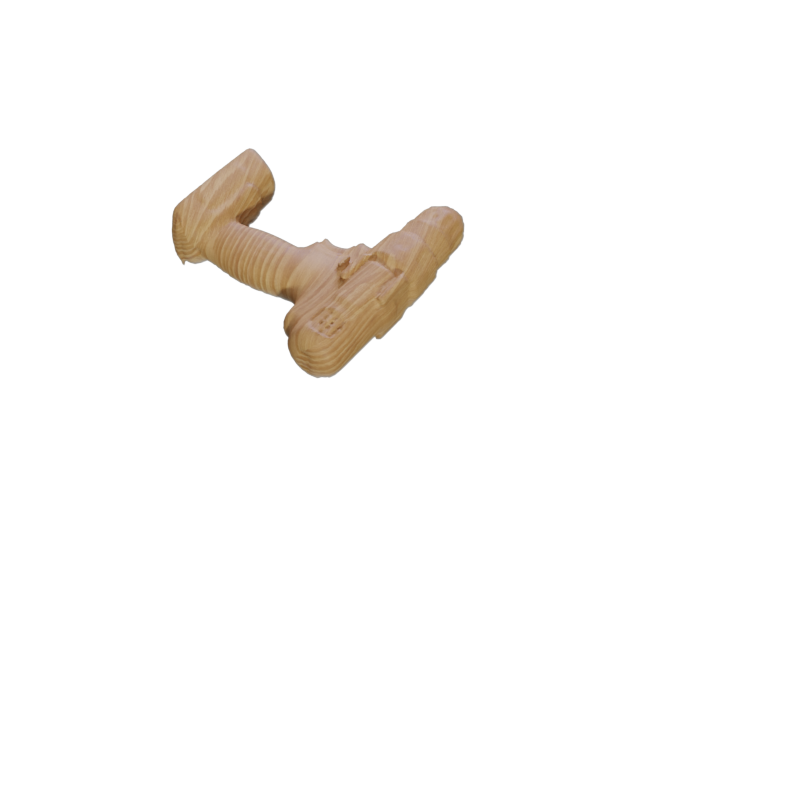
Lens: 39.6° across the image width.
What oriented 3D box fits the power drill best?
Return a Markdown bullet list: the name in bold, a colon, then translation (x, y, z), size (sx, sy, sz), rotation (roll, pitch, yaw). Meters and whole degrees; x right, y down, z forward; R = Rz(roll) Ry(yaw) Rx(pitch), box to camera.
- **power drill**: translation (-0.067, -0.122, 0.852), size (0.198, 0.053, 0.188), rotation (31, 55, 24)
